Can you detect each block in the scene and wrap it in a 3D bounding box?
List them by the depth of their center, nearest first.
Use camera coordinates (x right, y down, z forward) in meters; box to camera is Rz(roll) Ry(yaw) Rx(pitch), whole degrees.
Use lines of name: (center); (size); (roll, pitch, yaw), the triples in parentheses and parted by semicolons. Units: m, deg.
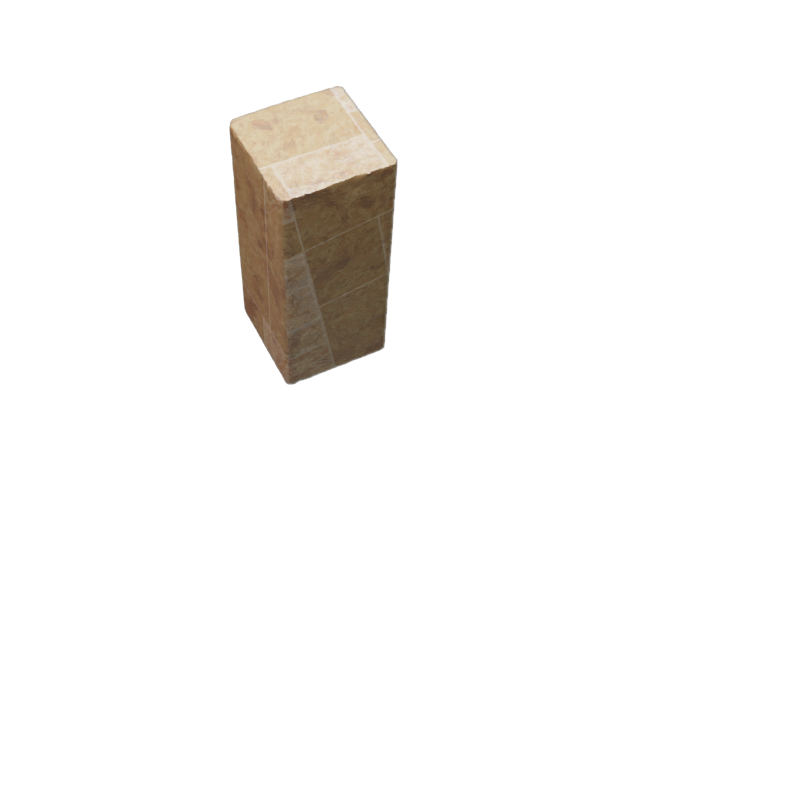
block: (-0.065, -0.118, 0.825); (0.089, 0.098, 0.192); (-21, -33, -18)
